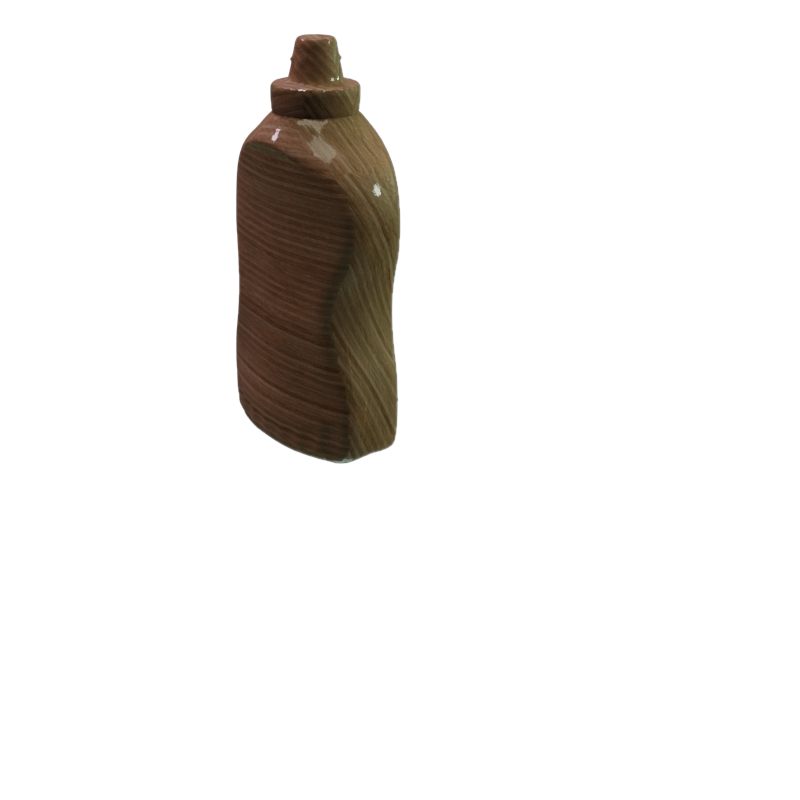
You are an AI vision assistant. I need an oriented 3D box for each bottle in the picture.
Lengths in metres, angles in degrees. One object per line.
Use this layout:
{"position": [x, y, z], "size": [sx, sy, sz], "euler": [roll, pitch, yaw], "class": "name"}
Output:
{"position": [-0.040, -0.075, 0.522], "size": [0.057, 0.184, 0.102], "euler": [-12, 24, -34], "class": "bottle"}
